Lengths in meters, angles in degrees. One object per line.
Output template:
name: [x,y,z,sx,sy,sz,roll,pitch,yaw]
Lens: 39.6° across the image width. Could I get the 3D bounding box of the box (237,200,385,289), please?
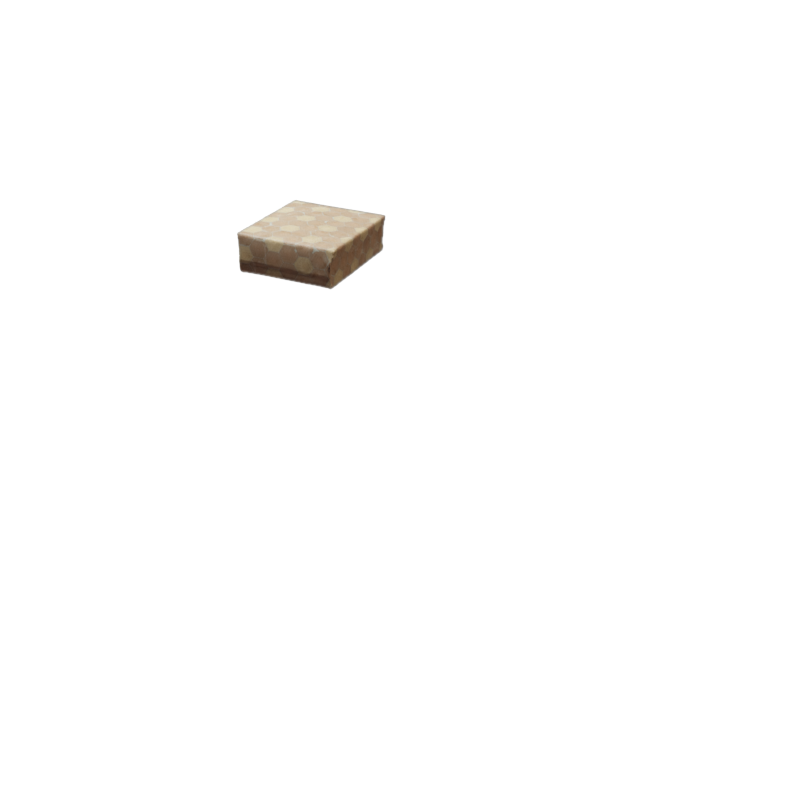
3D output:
box: [-0.074,-0.136,0.950,0.093,0.037,0.115,11,29,20]
